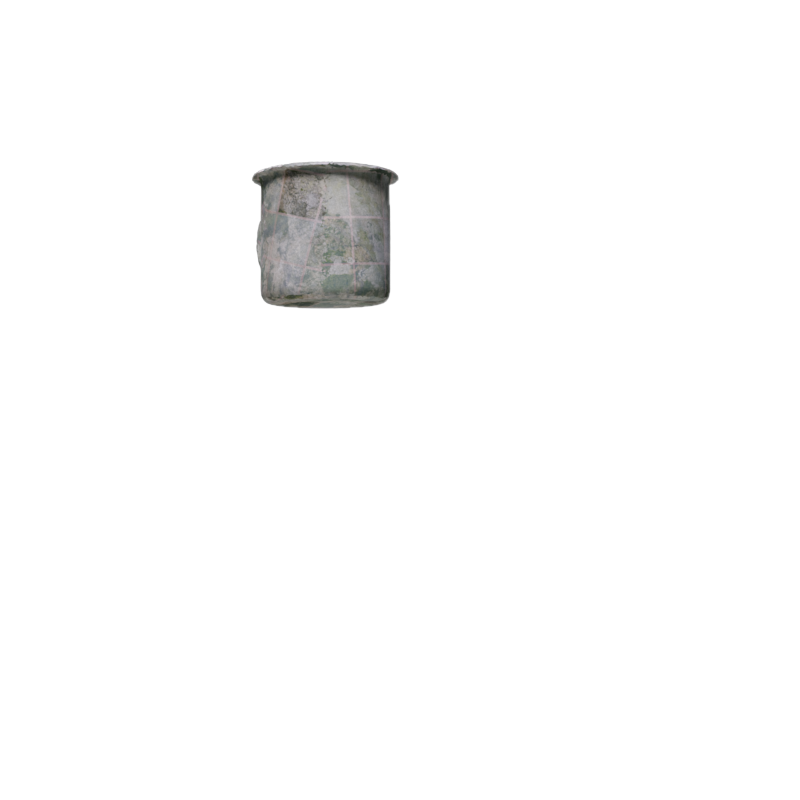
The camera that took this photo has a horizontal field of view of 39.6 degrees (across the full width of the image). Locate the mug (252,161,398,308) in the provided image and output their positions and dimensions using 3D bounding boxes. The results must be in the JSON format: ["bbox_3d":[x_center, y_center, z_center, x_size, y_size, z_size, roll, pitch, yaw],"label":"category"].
[{"bbox_3d":[-0.056,-0.101,0.710,0.089,0.083,0.121,3,-4,-42],"label":"mug"}]
